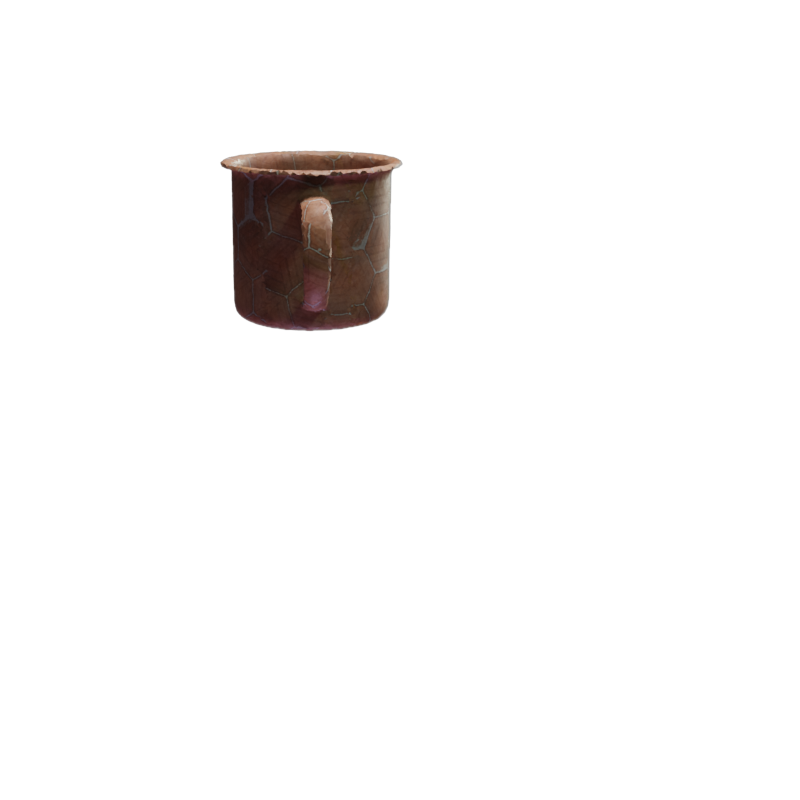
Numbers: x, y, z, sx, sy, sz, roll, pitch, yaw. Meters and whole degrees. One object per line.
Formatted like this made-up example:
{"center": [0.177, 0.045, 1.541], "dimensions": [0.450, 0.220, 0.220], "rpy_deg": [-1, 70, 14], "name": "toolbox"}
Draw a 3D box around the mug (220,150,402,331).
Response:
{"center": [-0.044, -0.081, 0.565], "dimensions": [0.092, 0.079, 0.122], "rpy_deg": [-2, 16, -7], "name": "mug"}
